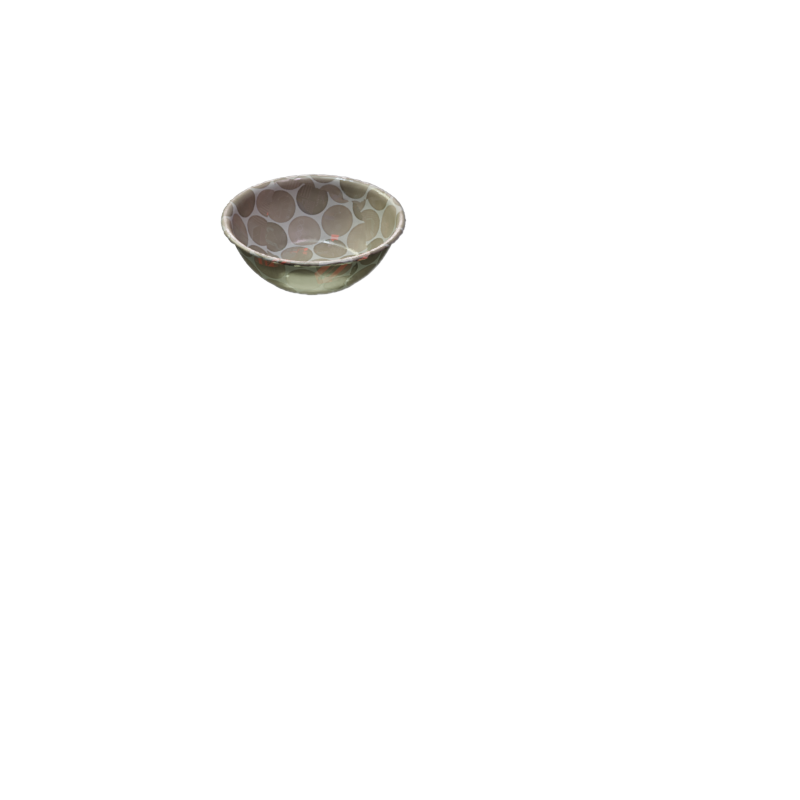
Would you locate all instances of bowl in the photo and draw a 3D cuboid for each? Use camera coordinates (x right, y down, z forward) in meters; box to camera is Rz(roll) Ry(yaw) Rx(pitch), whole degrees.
[{"bbox_3d":[-0.077,-0.140,0.978,0.162,0.052,0.173,-1,36,-2],"label":"bowl"}]
